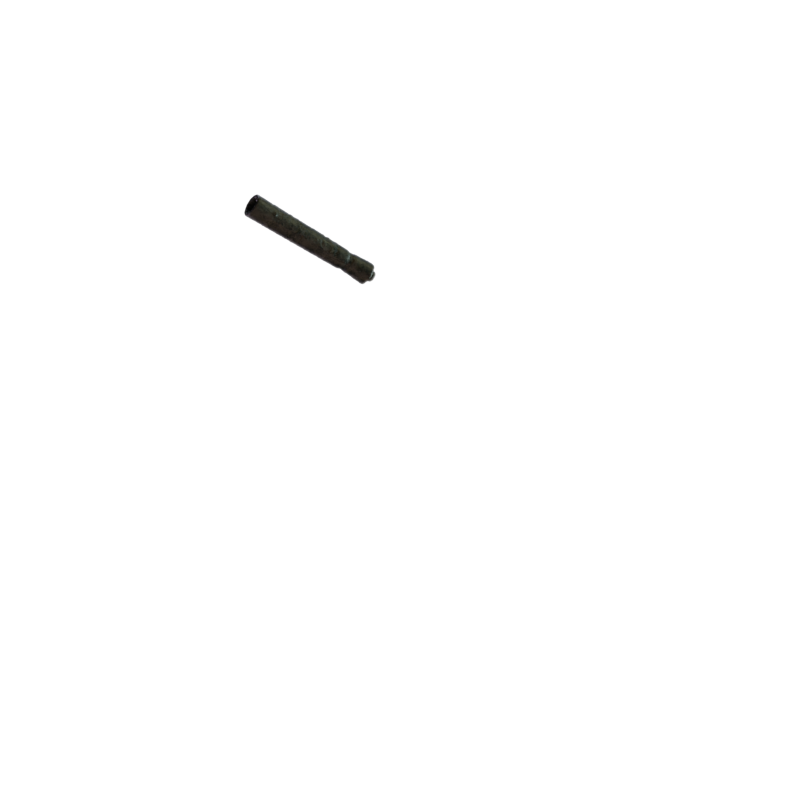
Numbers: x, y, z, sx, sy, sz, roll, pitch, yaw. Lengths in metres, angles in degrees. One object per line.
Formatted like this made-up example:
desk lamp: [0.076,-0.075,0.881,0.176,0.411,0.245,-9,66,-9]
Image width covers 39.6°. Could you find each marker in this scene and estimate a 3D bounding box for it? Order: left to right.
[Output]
marker: [-0.068,-0.124,0.869,0.115,0.020,0.020,28,-10,-25]
